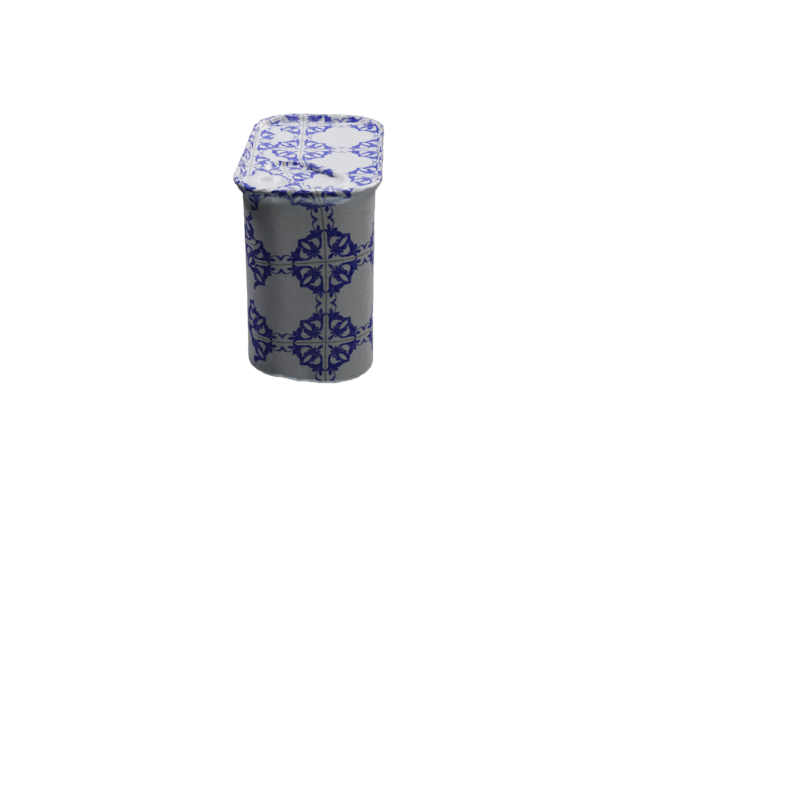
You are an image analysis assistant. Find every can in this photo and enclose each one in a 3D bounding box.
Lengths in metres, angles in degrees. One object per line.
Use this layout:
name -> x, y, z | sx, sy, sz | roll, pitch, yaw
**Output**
can -> -0.037, -0.067, 0.469 | 0.058, 0.079, 0.107 | 1, 27, 0
